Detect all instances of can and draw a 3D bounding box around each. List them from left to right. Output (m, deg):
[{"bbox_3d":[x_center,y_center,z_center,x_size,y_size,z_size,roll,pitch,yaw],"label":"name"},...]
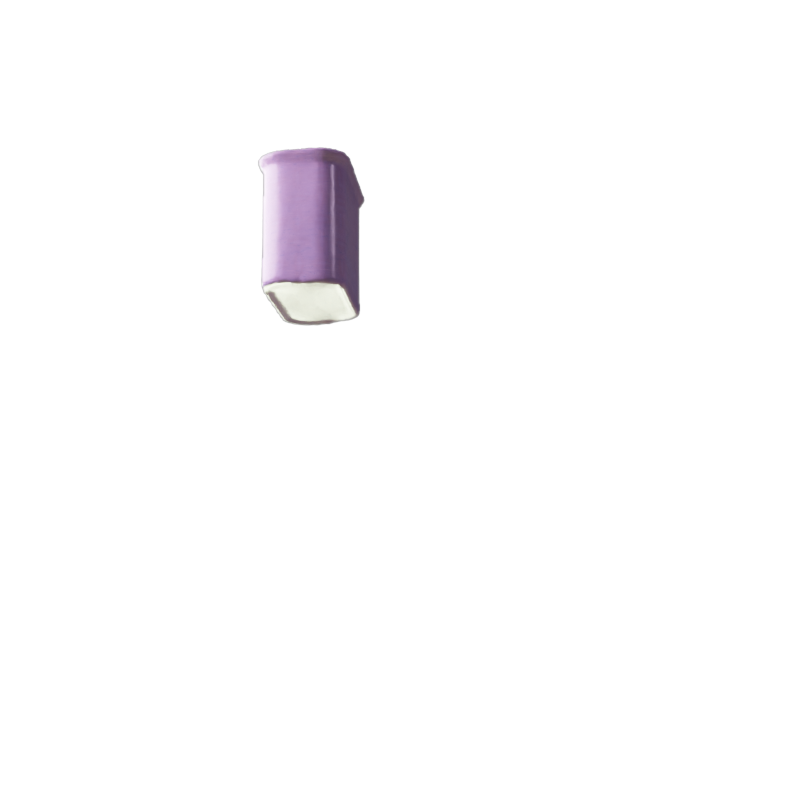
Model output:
[{"bbox_3d":[-0.055,-0.099,0.697,0.058,0.087,0.097,-3,-15,6],"label":"can"}]
